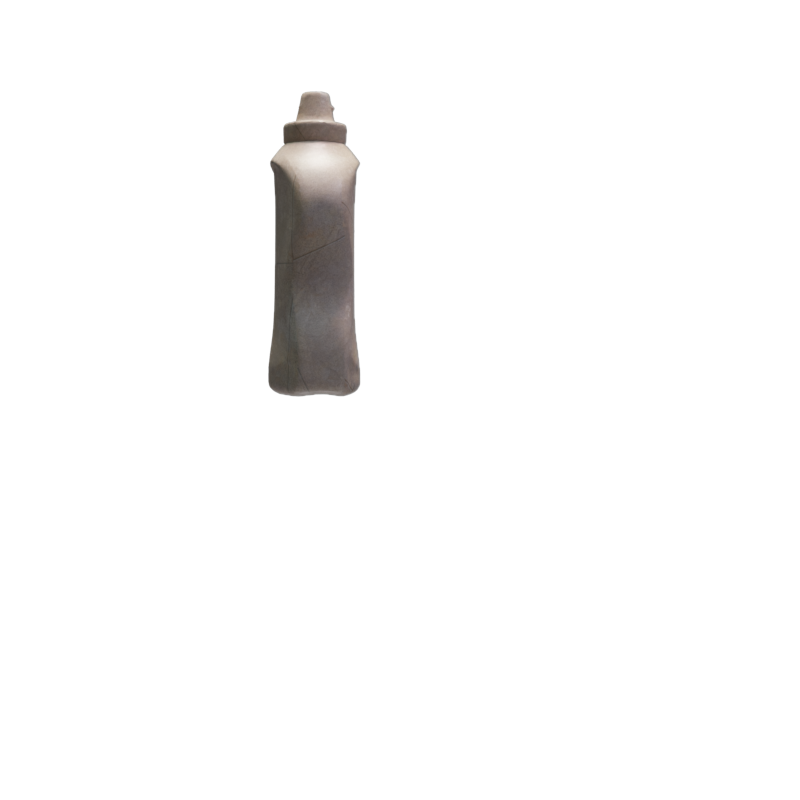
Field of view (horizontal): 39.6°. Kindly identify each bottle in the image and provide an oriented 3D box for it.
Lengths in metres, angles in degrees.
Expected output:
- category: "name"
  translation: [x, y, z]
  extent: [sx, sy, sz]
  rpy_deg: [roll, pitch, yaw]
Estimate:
- category: "bottle"
  translation: [-0.055, -0.101, 0.711]
  extent: [0.058, 0.193, 0.096]
  rpy_deg: [0, -1, -7]
